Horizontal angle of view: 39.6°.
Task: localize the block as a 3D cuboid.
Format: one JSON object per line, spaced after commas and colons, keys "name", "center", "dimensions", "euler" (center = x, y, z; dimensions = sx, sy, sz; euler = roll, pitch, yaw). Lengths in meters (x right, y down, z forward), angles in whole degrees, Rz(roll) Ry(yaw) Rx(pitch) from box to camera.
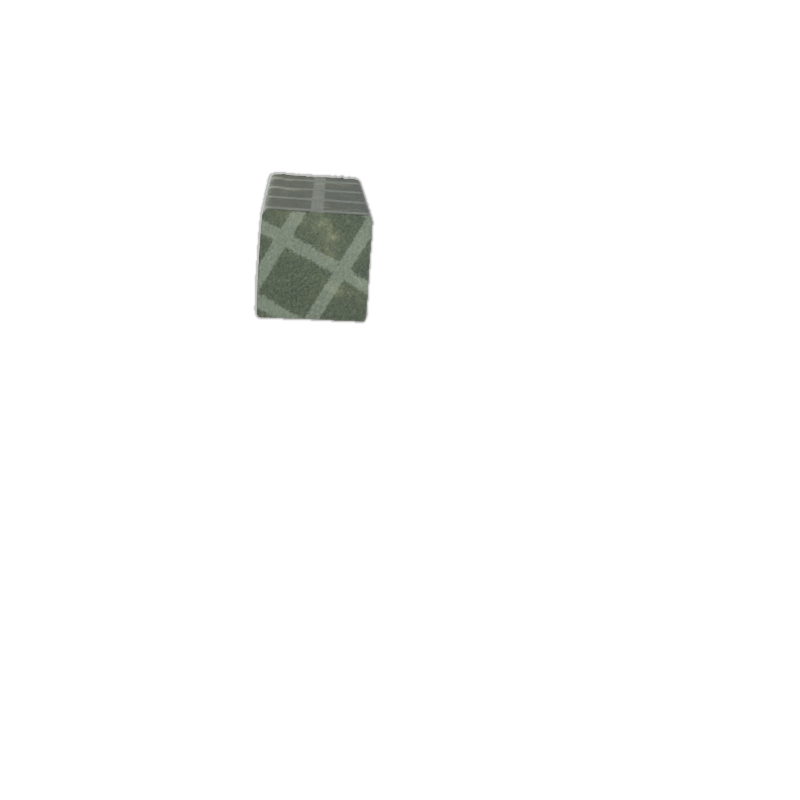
{"name": "block", "center": [-0.077, -0.140, 0.978], "dimensions": [0.090, 0.087, 0.214], "euler": [3, 18, -5]}
